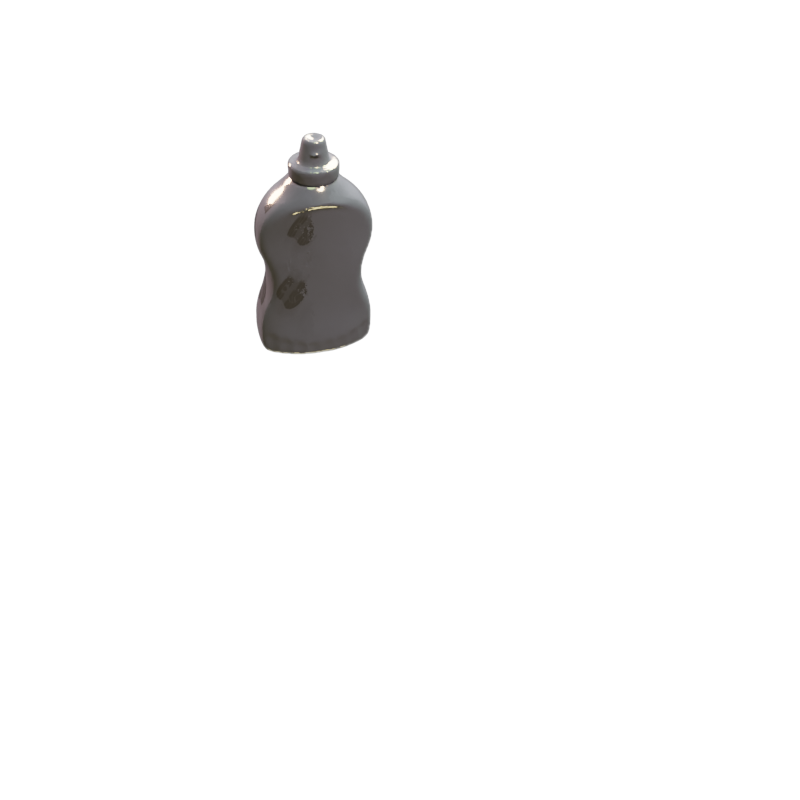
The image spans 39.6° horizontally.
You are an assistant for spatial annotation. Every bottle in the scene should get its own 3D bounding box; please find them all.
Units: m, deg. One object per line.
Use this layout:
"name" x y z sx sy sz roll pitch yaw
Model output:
"bottle" -0.071 -0.130 0.911 0.095 0.180 0.063 -6 35 -12
